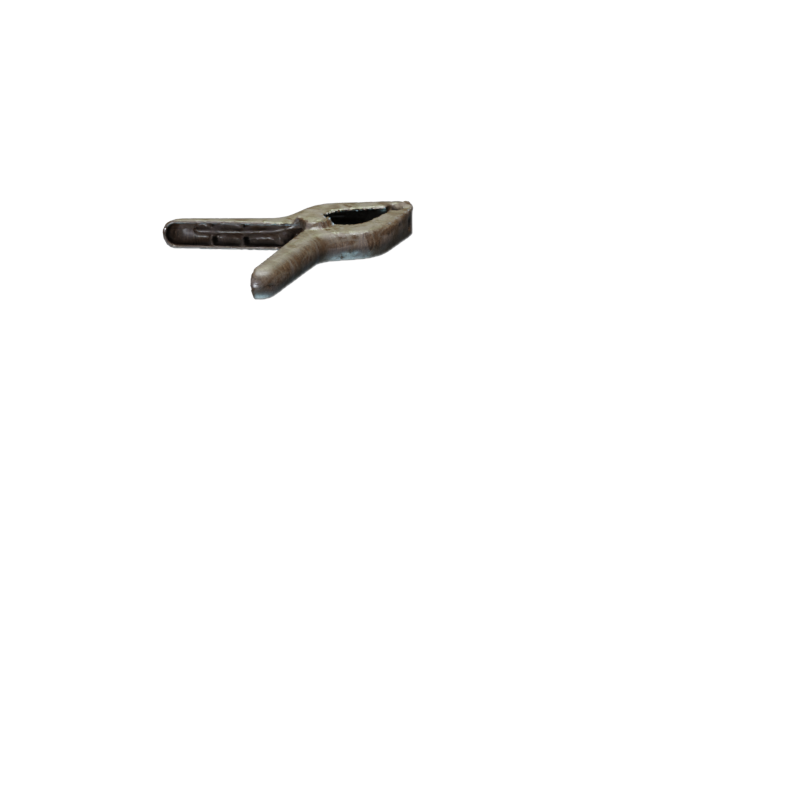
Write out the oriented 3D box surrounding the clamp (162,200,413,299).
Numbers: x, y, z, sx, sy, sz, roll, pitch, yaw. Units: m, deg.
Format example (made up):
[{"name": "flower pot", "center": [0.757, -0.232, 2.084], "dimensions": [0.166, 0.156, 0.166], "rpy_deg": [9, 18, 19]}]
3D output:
[{"name": "clamp", "center": [-0.071, -0.130, 0.911], "dimensions": [0.206, 0.035, 0.176], "rpy_deg": [-13, 29, -24]}]
